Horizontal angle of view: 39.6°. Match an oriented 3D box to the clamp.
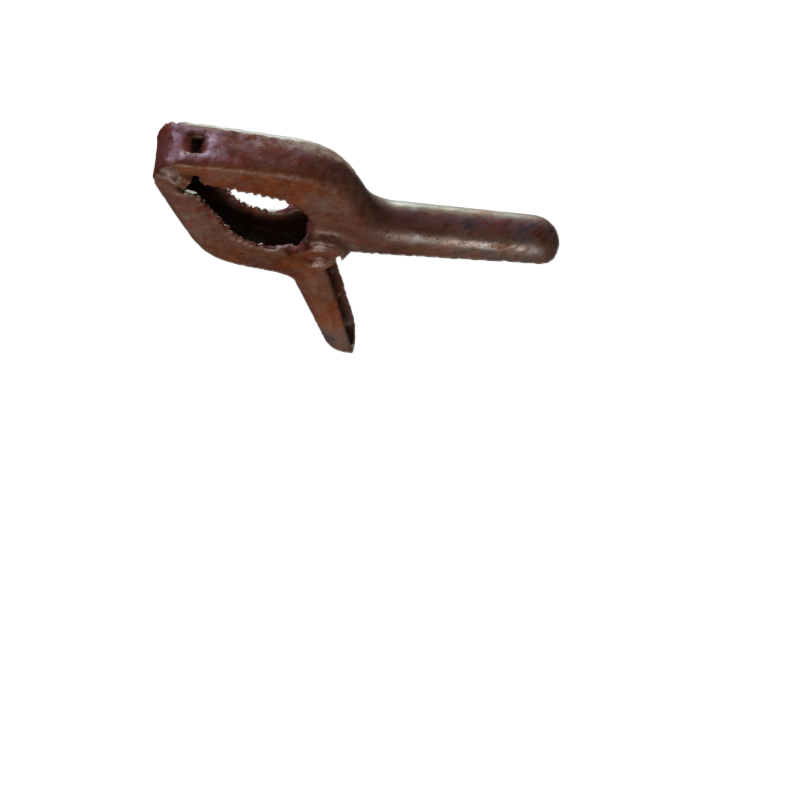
[{"bbox_3d":[-0.046,-0.083,0.583,0.199,0.039,0.163,19,-33,-33],"label":"clamp"}]
